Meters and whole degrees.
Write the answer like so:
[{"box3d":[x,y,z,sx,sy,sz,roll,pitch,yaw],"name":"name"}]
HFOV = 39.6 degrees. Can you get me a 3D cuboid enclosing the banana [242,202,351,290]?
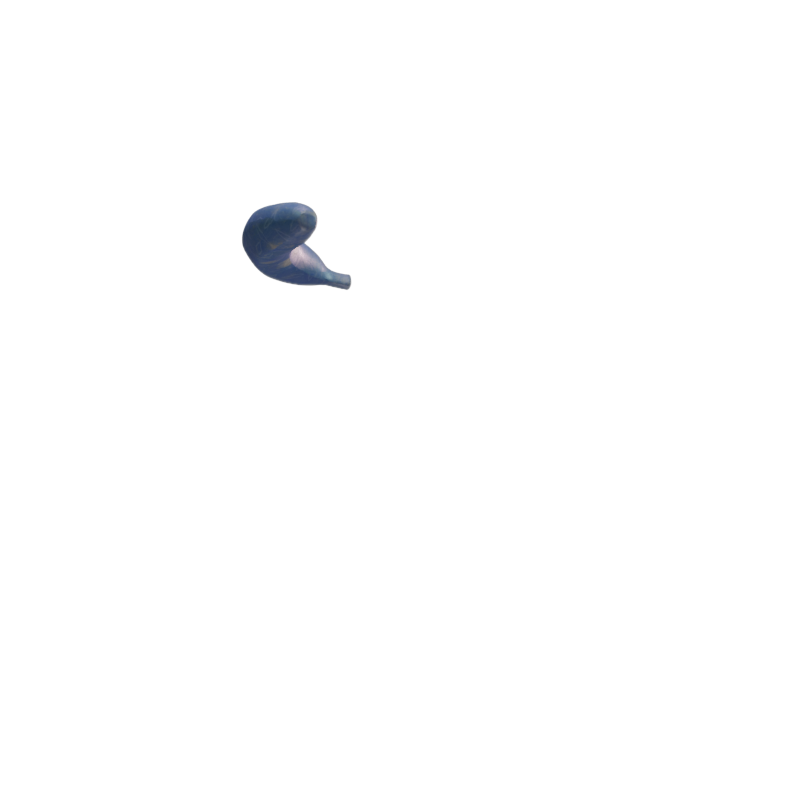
[{"box3d":[-0.080,-0.113,0.801,0.070,0.037,0.192,-1,-5,5],"name":"banana"}]
